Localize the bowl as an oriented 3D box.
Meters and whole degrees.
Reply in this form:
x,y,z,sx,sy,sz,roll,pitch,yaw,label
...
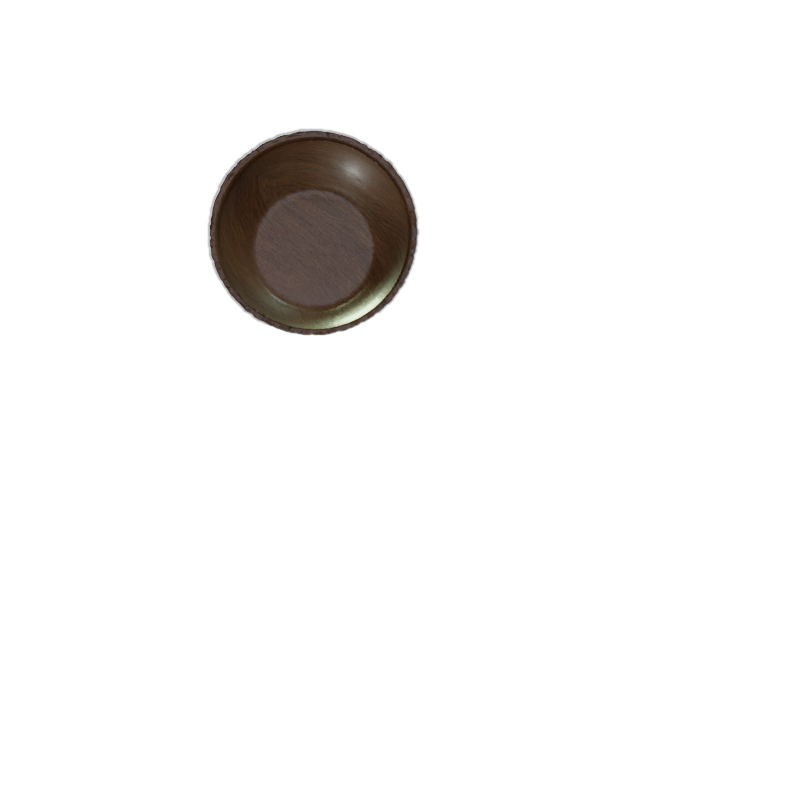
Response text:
x,y,z,sx,sy,sz,roll,pitch,yaw,label
-0.065,-0.118,0.830,0.162,0.157,0.057,0,14,-1,bowl
